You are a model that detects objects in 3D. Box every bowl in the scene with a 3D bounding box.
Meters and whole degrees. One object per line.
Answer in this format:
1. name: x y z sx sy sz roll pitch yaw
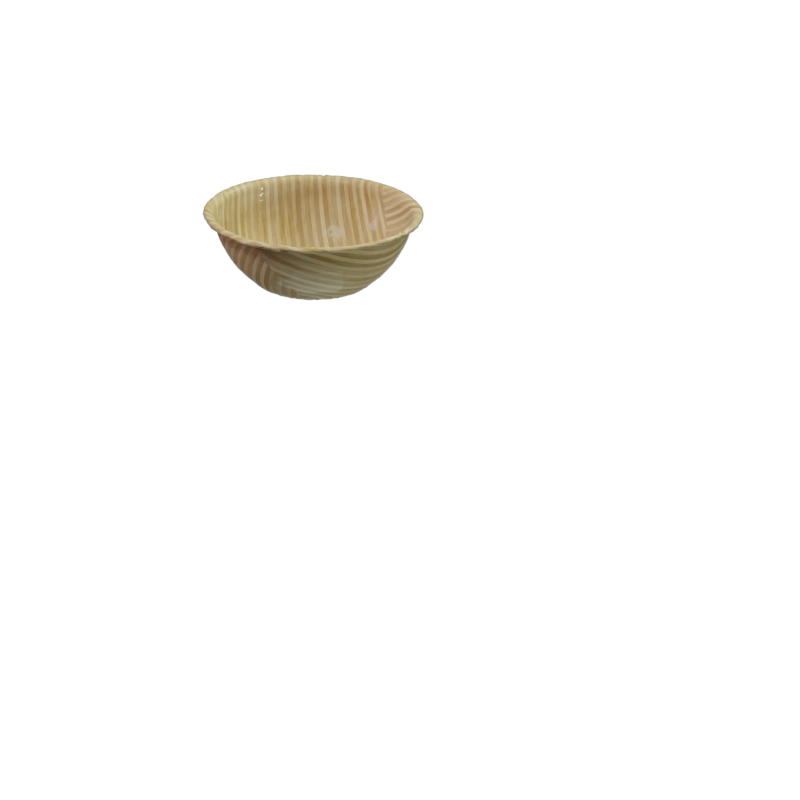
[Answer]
1. bowl: -0.065 -0.118 0.824 0.162 0.052 0.171 -1 28 -2
